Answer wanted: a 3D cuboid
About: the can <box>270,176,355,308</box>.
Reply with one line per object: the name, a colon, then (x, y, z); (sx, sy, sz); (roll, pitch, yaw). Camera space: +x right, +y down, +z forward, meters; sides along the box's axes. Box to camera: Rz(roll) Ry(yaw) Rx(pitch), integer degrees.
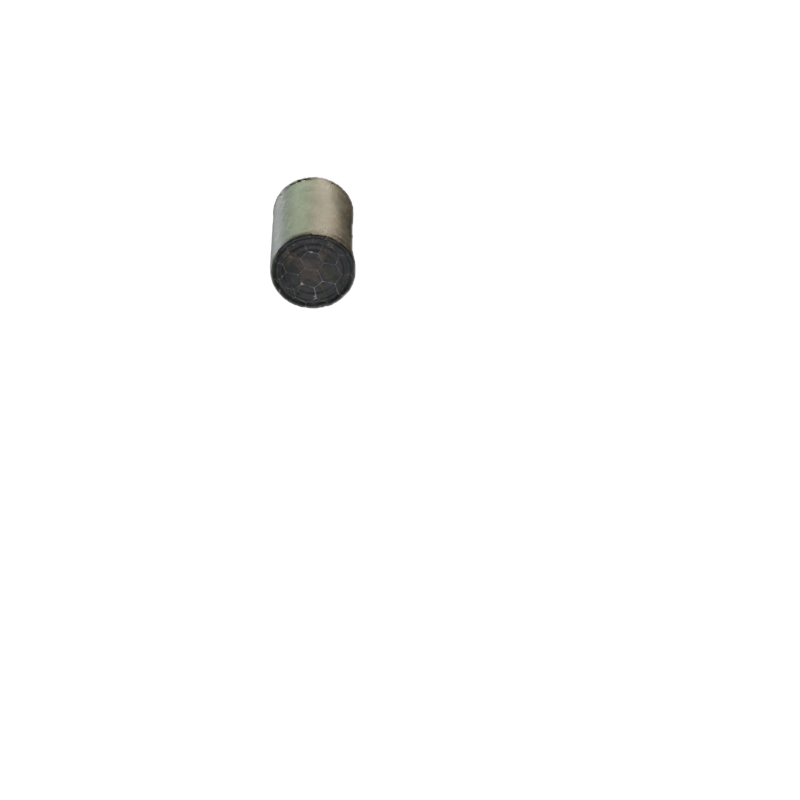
can: (-0.070, -0.127, 0.888); (0.068, 0.064, 0.109); (-1, 33, -3)
